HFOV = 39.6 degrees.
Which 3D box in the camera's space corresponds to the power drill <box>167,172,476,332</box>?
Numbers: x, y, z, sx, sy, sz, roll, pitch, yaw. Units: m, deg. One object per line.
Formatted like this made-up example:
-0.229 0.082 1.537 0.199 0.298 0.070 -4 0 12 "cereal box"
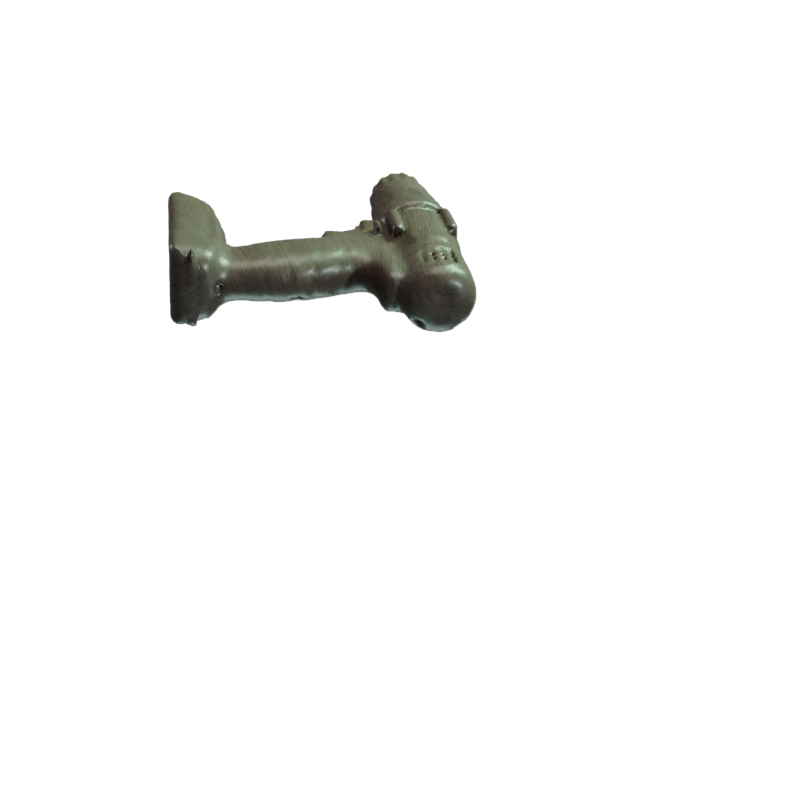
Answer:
-0.056 -0.102 0.718 0.186 0.054 0.196 -4 29 -7 "power drill"
